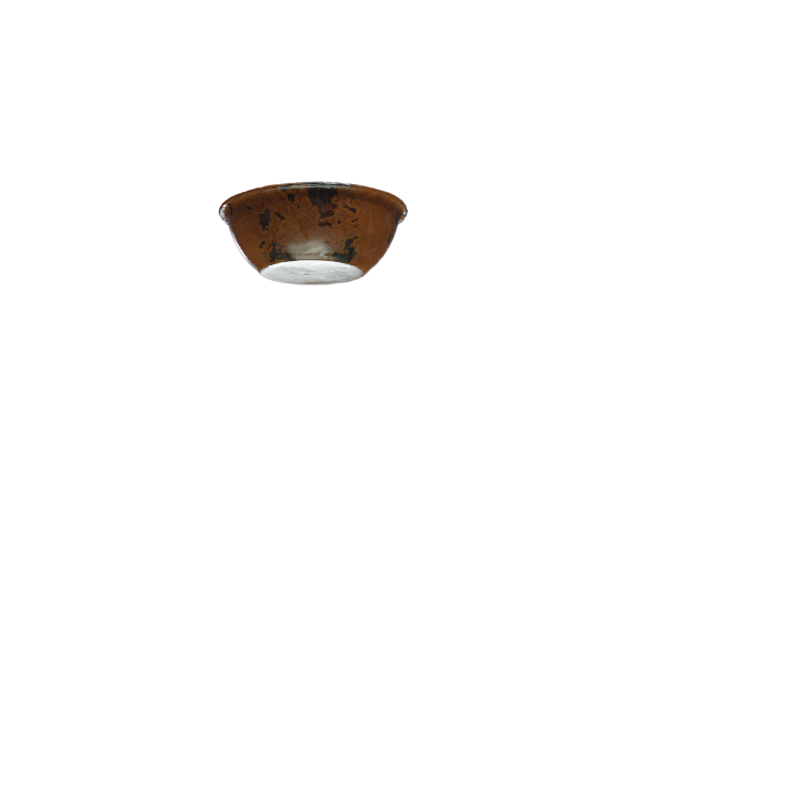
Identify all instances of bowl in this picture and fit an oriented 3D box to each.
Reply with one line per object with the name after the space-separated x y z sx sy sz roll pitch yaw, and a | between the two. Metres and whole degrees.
-0.073 -0.134 0.938 0.162 0.057 0.158 0 -9 -2 | bowl
